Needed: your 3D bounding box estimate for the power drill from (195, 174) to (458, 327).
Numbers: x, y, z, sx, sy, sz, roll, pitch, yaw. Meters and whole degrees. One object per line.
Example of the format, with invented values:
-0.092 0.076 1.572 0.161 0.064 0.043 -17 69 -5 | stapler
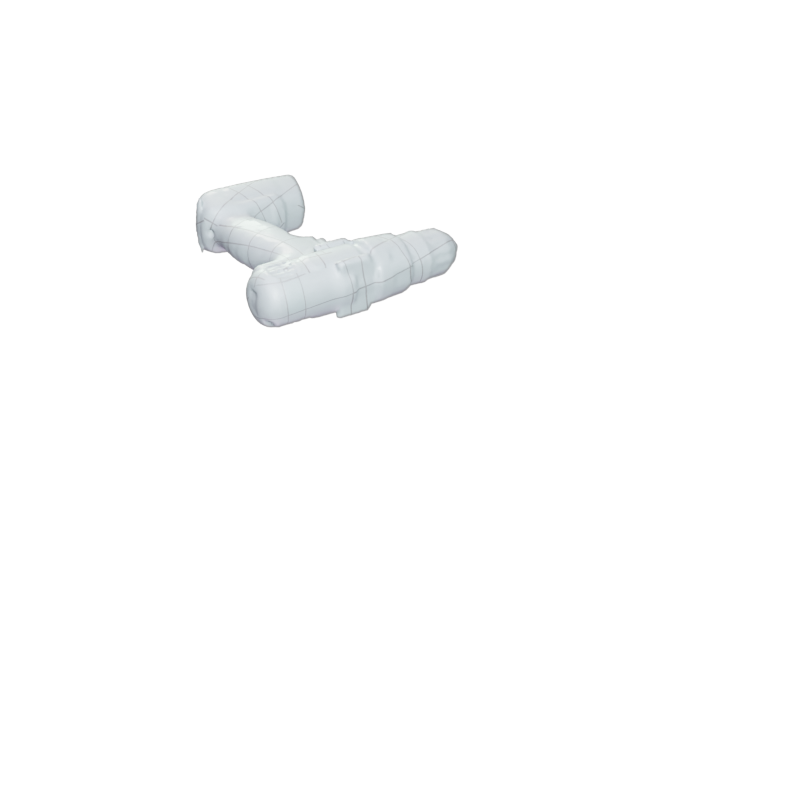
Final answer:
-0.072 -0.131 0.919 0.181 0.054 0.201 -17 33 -28 | power drill
